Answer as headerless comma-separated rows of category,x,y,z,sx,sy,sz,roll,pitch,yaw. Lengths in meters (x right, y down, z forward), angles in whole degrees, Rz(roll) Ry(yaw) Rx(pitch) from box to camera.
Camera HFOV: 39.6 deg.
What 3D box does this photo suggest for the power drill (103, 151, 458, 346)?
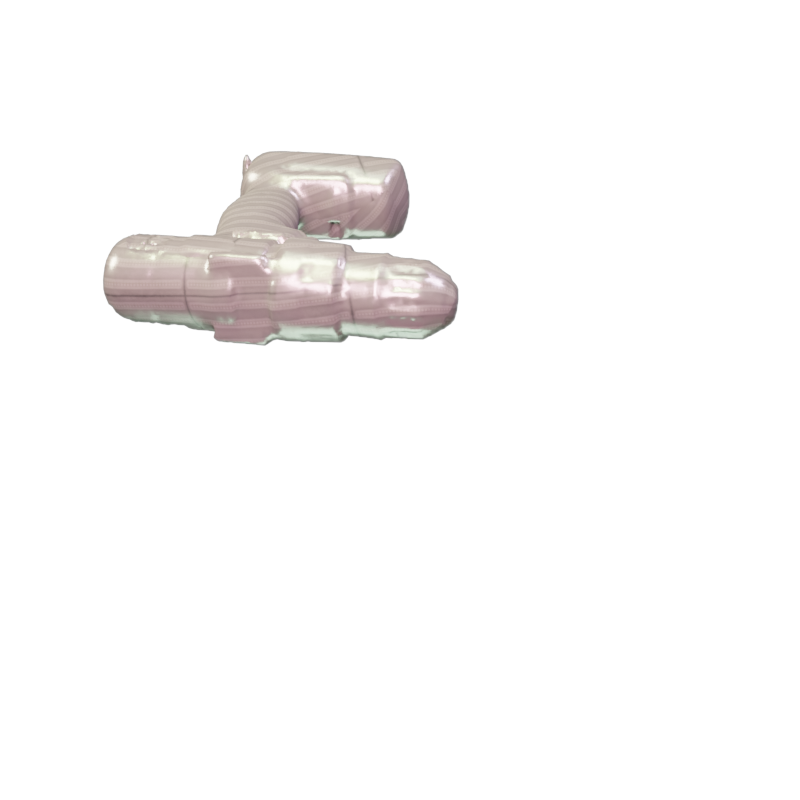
power drill,-0.049,-0.089,0.623,0.188,0.055,0.193,6,26,12
